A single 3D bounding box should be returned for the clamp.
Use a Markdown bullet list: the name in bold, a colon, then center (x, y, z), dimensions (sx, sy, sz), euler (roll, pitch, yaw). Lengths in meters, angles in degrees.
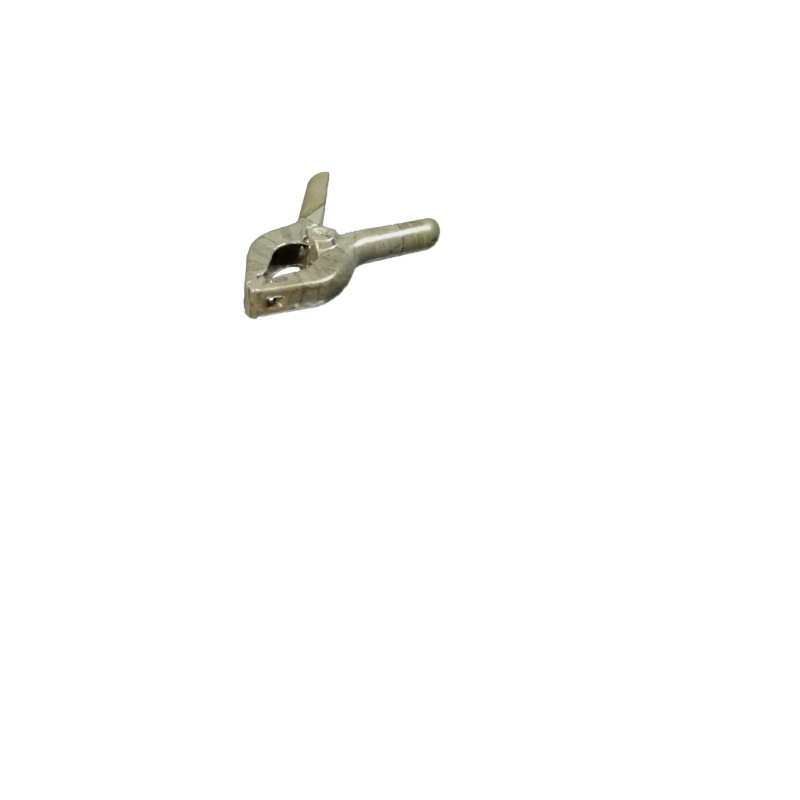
- **clamp**: center (-0.066, -0.120, 0.842), dimensions (0.128, 0.037, 0.171), euler (29, 45, 34)
